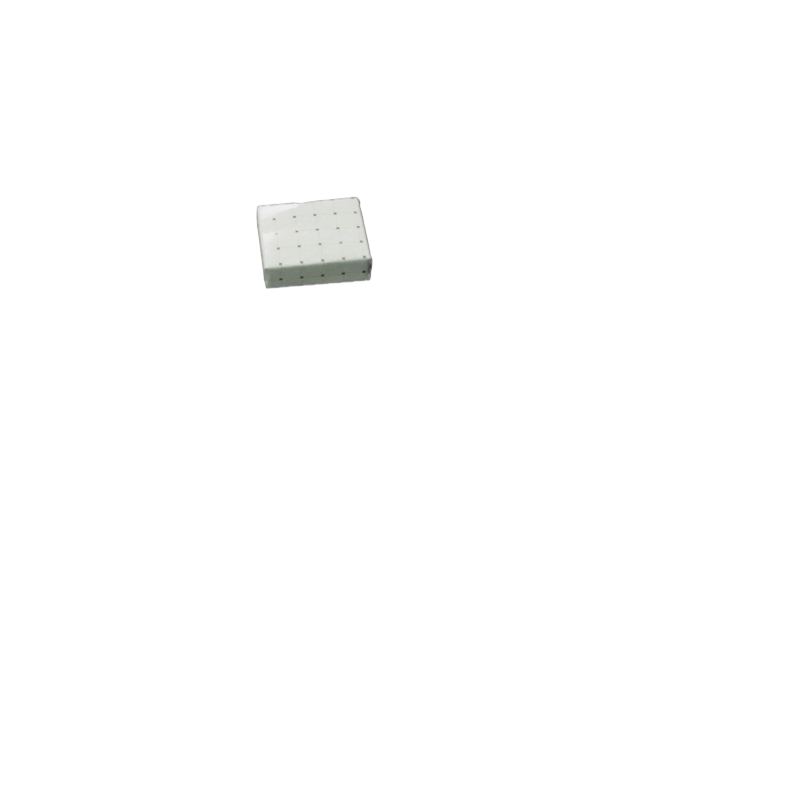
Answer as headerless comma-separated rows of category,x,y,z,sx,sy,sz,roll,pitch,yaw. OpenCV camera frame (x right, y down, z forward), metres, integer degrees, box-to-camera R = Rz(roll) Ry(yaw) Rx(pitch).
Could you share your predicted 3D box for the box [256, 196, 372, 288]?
box,-0.072,-0.131,0.919,0.089,0.079,0.028,-6,-40,-6
